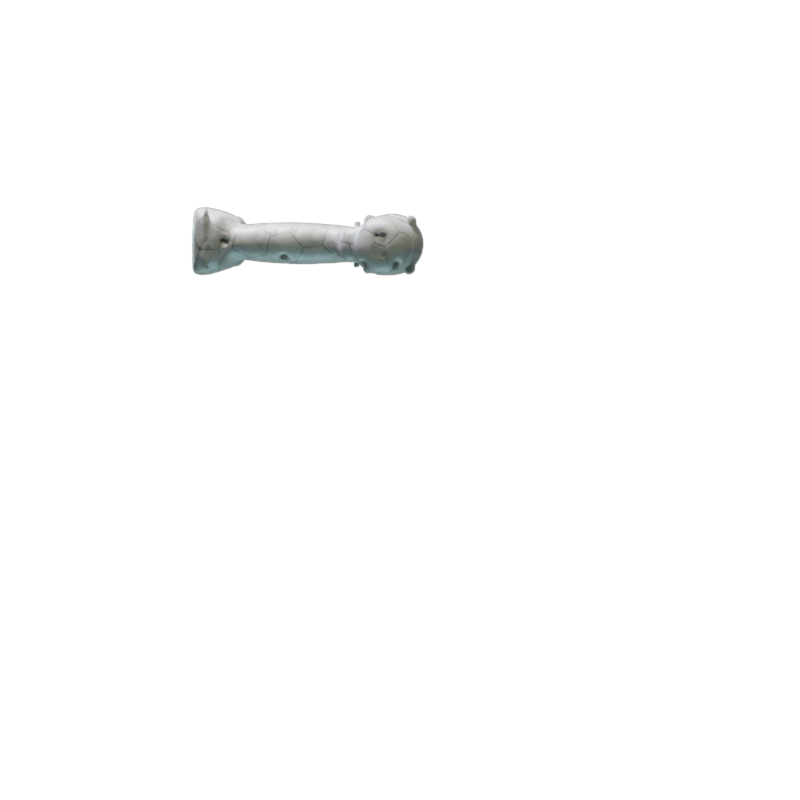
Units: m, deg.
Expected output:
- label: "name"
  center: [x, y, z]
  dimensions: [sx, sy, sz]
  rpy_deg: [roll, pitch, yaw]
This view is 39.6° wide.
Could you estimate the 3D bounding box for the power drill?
- label: "power drill"
  center: [-0.074, -0.136, 0.951]
  dimensions: [0.190, 0.057, 0.184]
  rpy_deg: [1, 6, 7]
